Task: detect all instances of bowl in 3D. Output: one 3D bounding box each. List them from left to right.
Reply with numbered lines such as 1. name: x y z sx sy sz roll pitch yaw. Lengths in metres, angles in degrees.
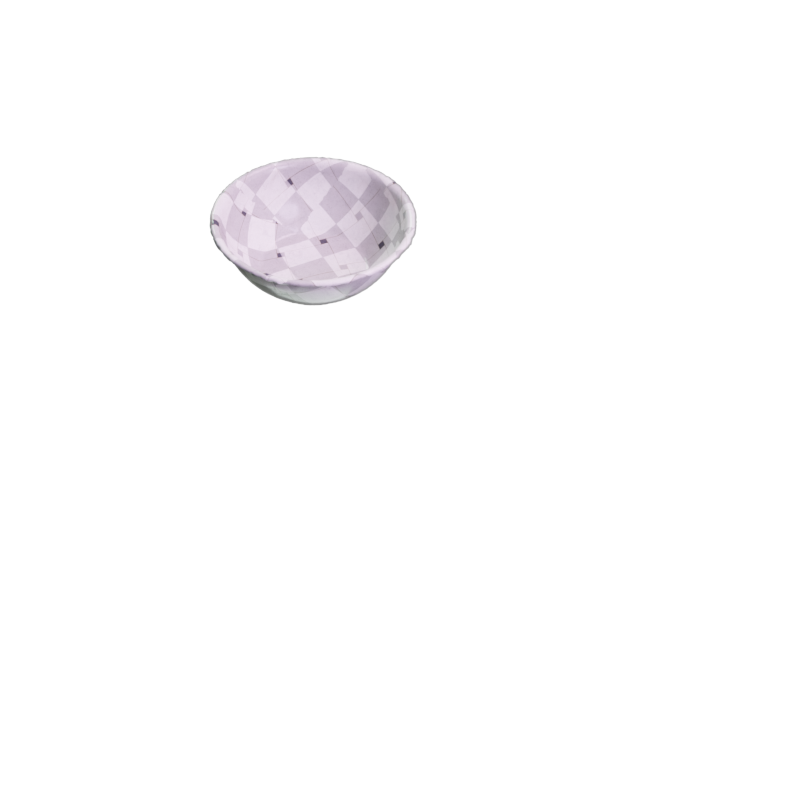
1. bowl: -0.069 -0.126 0.880 0.162 0.051 0.174 -1 44 -1
